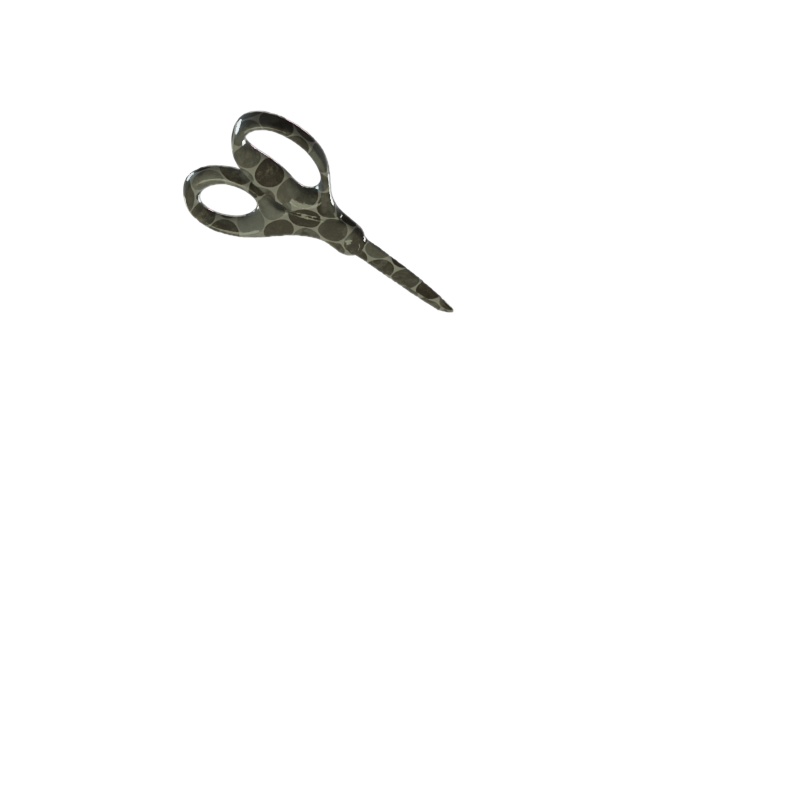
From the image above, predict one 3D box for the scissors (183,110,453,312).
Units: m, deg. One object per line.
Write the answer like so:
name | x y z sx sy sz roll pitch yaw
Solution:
scissors | -0.052 -0.095 0.668 0.097 0.017 0.186 -19 -43 21
